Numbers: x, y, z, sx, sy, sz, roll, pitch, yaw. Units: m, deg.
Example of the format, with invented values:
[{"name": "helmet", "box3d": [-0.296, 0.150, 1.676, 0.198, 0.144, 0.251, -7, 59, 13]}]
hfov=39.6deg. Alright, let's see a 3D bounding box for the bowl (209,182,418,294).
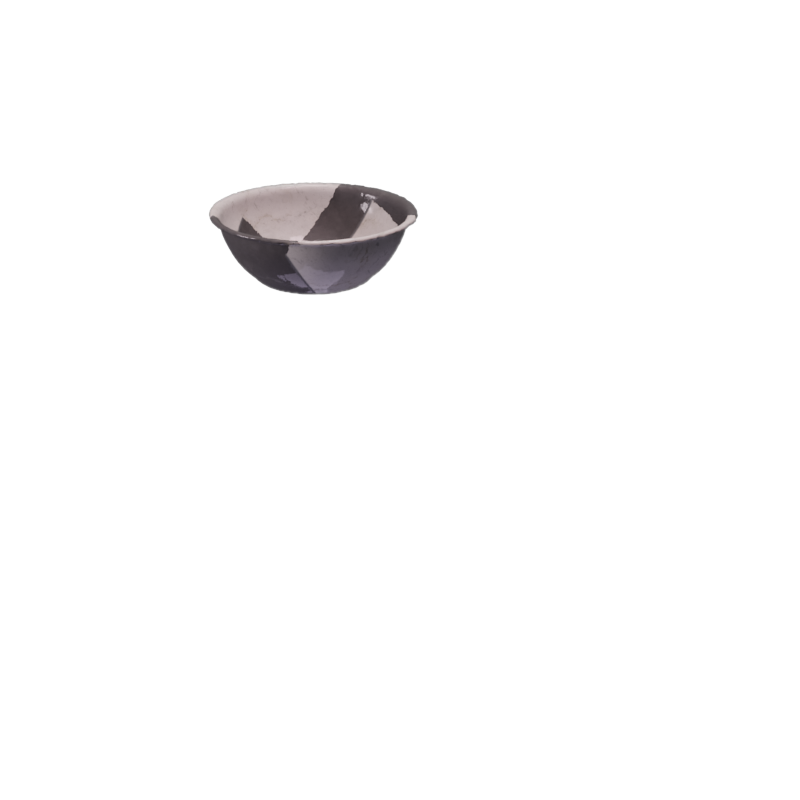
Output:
[{"name": "bowl", "box3d": [-0.068, -0.124, 0.867, 0.162, 0.052, 0.171, -1, 25, -2]}]
